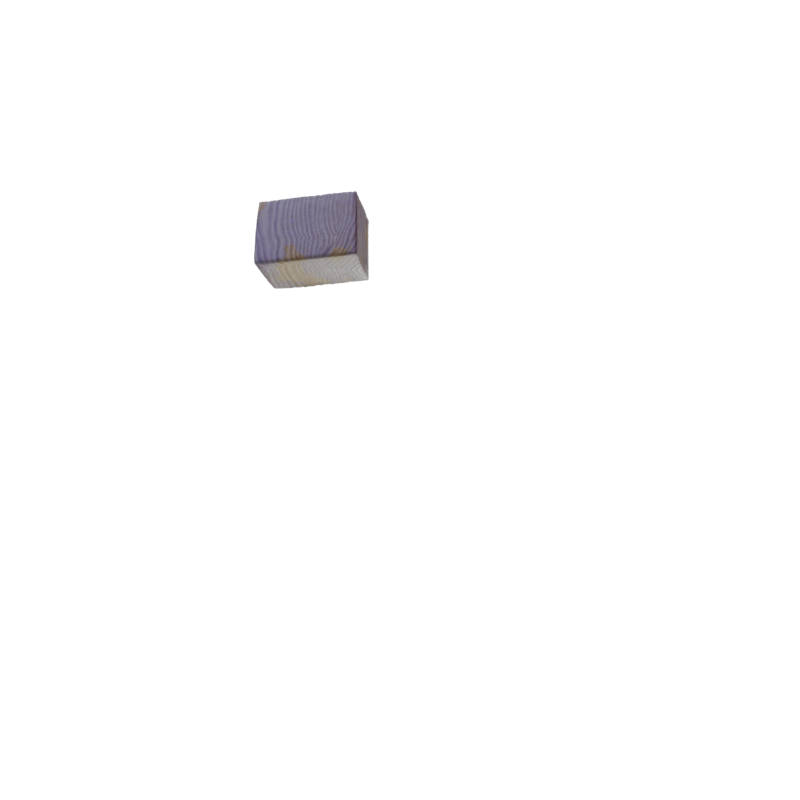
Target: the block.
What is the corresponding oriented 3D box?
[{"bbox_3d":[-0.066,-0.120,0.837,0.079,0.054,0.049,-5,-22,11],"label":"block"}]
